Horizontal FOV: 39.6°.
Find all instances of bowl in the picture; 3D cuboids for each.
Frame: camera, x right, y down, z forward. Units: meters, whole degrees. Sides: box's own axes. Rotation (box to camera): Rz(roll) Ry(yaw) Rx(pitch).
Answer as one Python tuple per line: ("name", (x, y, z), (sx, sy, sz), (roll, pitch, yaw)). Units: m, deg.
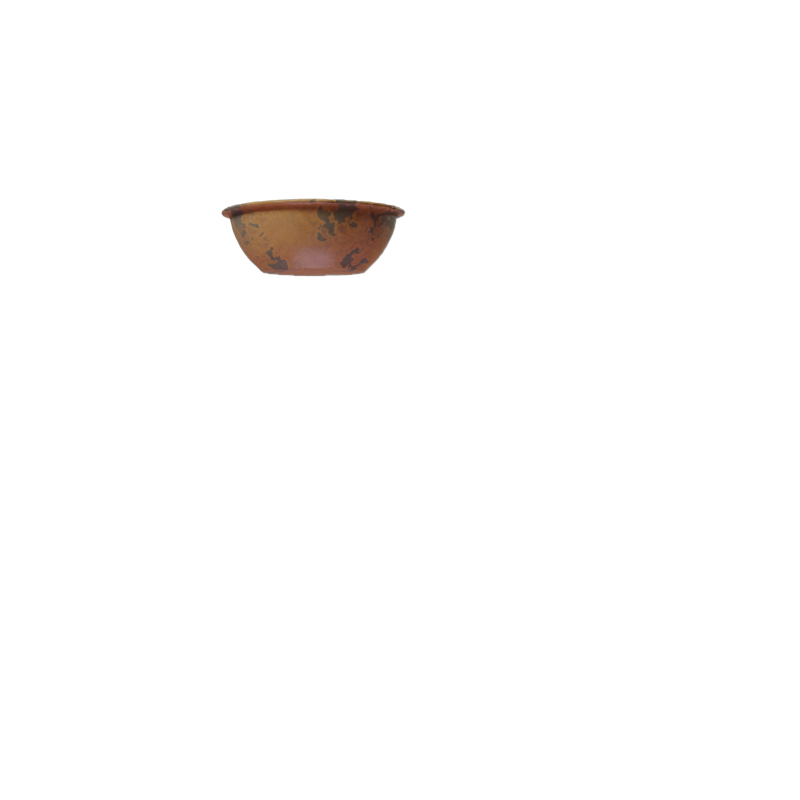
("bowl", (-0.076, -0.139, 0.974), (0.162, 0.055, 0.162), (0, 2, -2))
